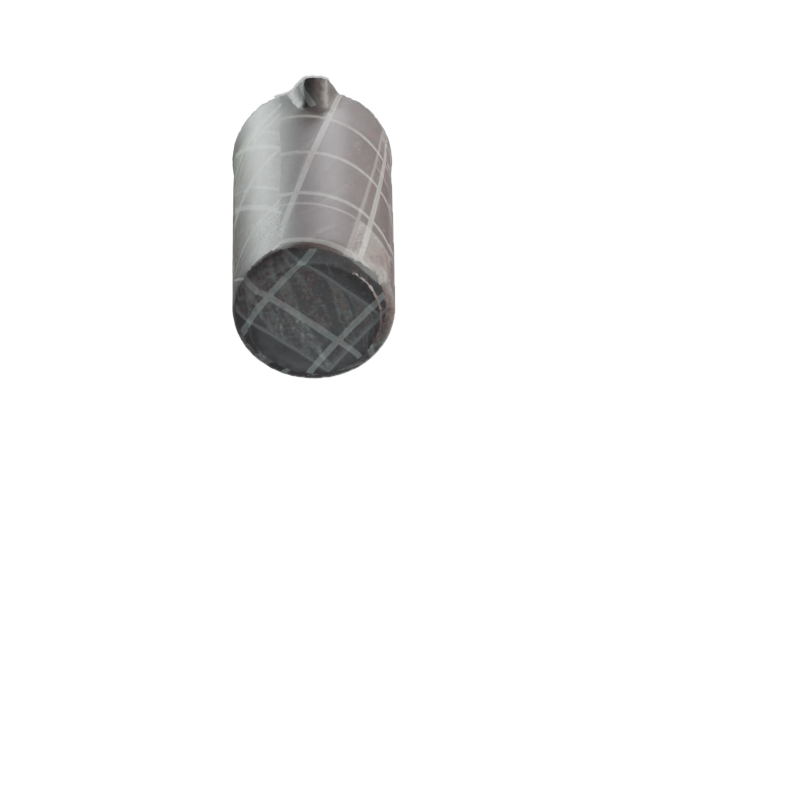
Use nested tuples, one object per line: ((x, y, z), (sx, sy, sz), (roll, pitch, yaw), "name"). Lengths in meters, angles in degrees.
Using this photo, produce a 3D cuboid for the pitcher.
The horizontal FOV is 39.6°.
((-0.065, -0.119, 0.833), (0.144, 0.141, 0.259), (-36, 30, 20), "pitcher")
